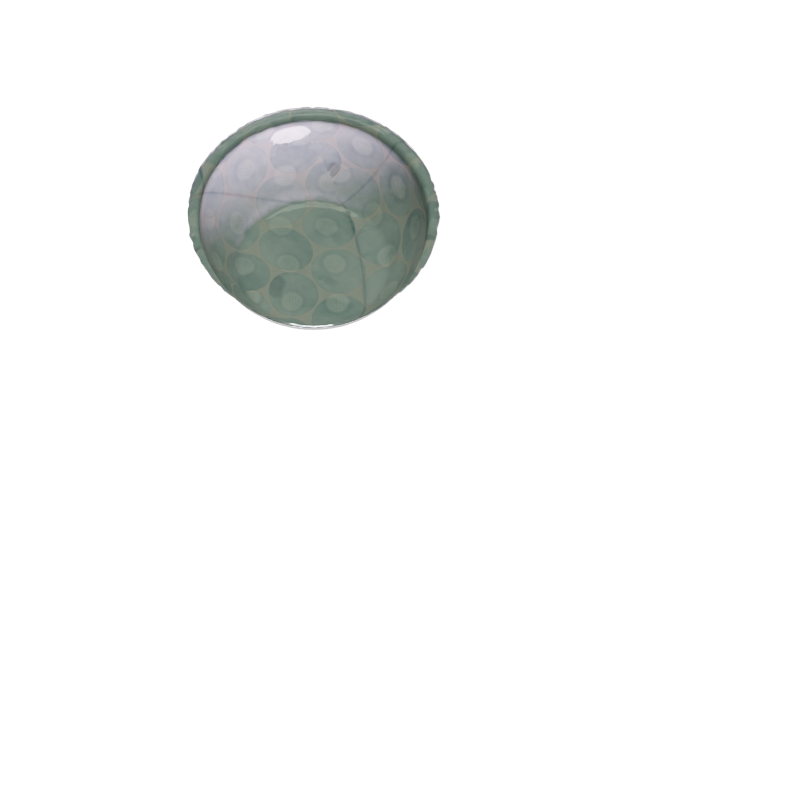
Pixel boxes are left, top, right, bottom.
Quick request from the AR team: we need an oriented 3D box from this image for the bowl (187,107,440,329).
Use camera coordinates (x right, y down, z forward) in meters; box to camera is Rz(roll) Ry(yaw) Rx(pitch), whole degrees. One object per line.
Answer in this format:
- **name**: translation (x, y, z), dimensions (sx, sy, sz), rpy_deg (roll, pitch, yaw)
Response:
- **bowl**: translation (-0.054, -0.099, 0.692), dimensions (0.162, 0.152, 0.059), rpy_deg (1, 35, -1)
